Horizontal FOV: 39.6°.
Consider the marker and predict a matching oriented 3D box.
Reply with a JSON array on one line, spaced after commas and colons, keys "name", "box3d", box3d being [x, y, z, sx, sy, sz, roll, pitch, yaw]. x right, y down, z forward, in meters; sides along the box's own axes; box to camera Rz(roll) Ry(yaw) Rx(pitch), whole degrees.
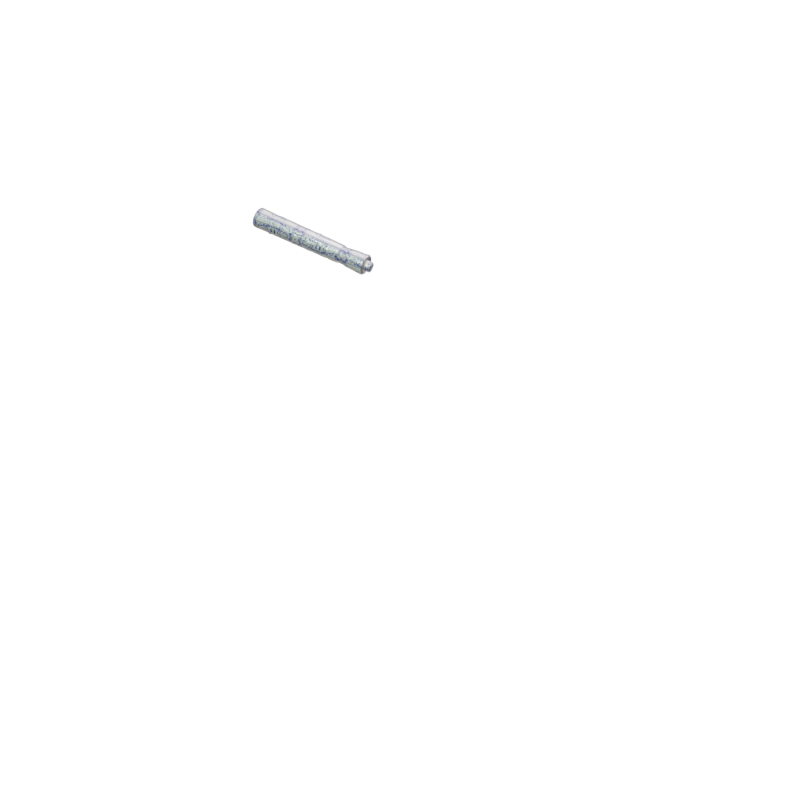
[{"name": "marker", "box3d": [-0.078, -0.143, 0.999, 0.126, 0.019, 0.019, 26, 13, 21]}]
